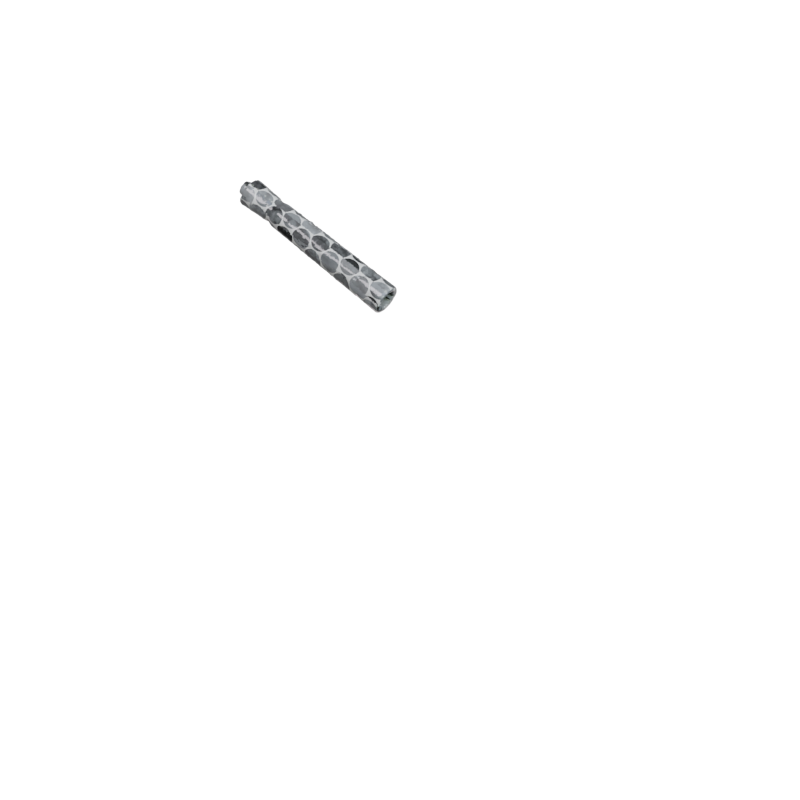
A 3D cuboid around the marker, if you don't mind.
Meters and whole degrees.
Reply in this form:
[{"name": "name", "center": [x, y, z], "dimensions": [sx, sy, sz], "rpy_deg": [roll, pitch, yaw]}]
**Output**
[{"name": "marker", "center": [-0.053, -0.097, 0.678], "dimensions": [0.127, 0.019, 0.019], "rpy_deg": [40, 19, 21]}]
